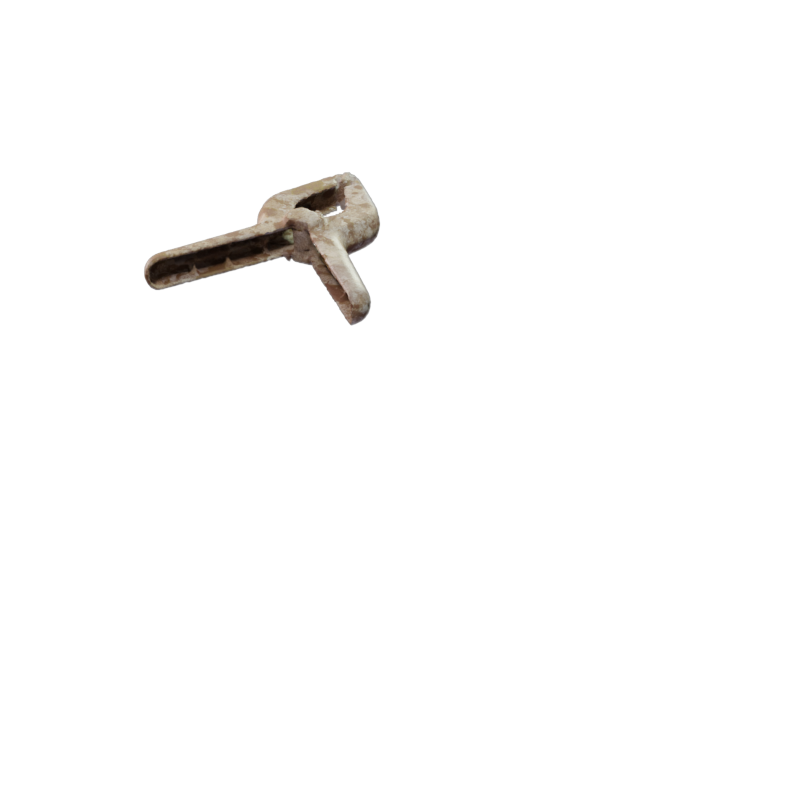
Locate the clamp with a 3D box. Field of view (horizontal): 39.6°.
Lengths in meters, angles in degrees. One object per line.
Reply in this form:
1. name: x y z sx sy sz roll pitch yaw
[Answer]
1. clamp: -0.064 -0.117 0.817 0.171 0.034 0.214 15 34 22
